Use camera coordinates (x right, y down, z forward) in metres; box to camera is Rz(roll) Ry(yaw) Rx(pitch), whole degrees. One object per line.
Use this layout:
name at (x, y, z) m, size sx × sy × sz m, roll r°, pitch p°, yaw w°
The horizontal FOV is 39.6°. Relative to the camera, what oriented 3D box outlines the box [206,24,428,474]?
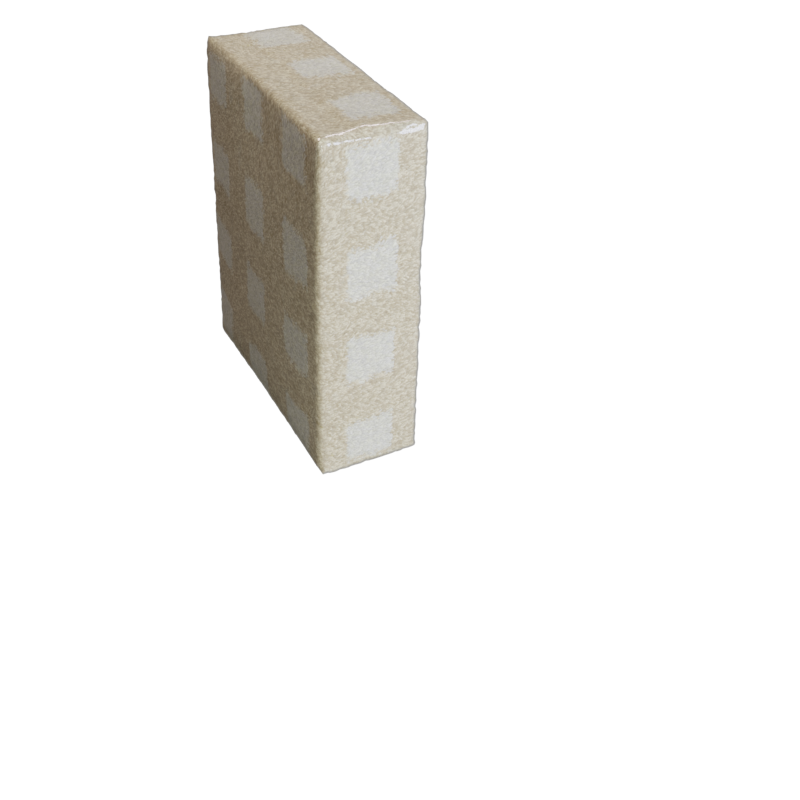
box at (-0.051, -0.093, 0.655) m, size 0.071 × 0.201 × 0.177 m, roll -13°, pitch 37°, yaw -23°
